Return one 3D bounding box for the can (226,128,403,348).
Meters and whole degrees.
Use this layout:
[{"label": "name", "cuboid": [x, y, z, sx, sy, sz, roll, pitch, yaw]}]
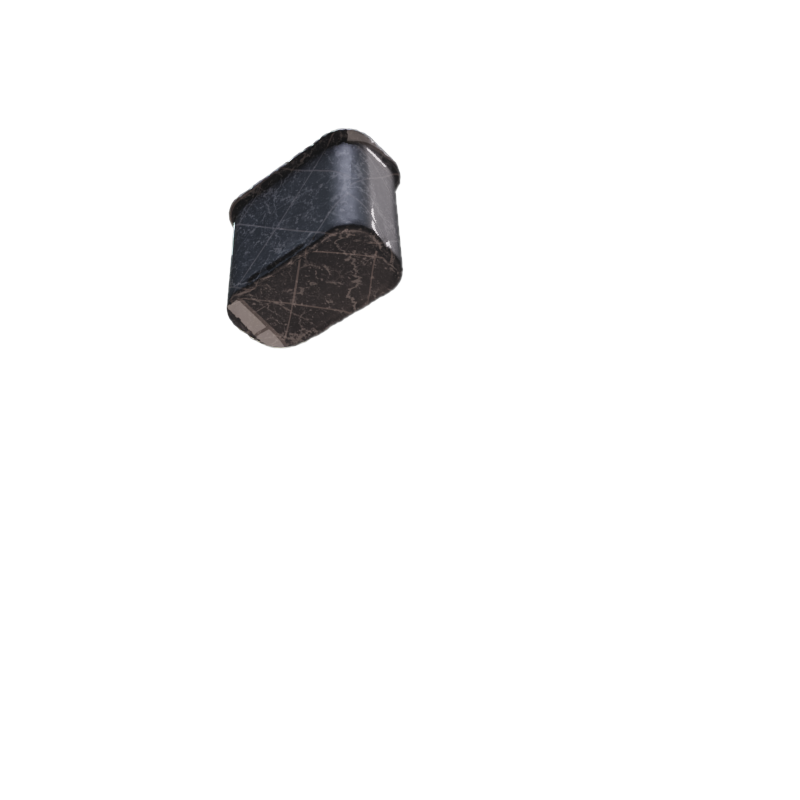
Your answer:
[{"label": "can", "cuboid": [-0.047, -0.087, 0.606, 0.101, 0.090, 0.054, -30, -52, 25]}]
